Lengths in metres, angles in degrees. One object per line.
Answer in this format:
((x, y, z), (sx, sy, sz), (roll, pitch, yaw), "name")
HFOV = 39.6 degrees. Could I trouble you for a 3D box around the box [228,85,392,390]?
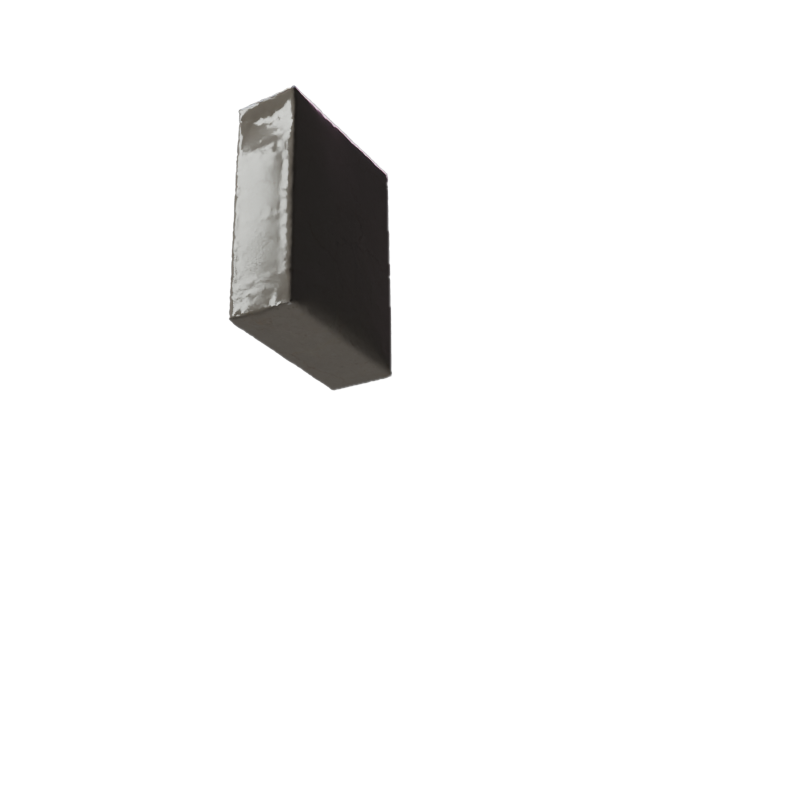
((-0.076, -0.138, 0.967), (0.073, 0.227, 0.152), (-18, -31, 26), "box")
